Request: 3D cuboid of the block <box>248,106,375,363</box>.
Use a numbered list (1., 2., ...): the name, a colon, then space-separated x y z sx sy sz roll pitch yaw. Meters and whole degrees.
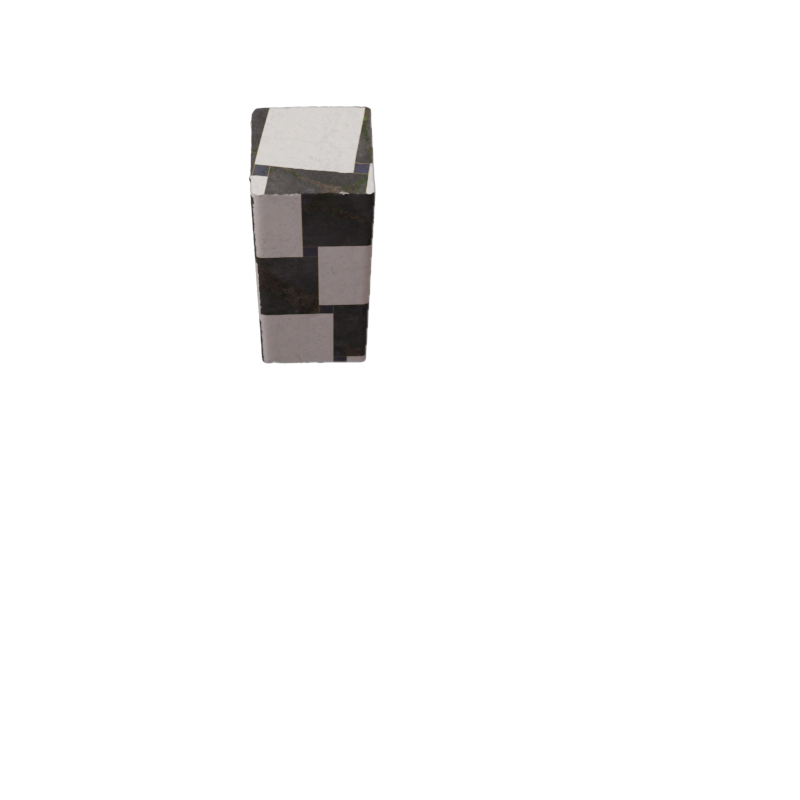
1. block: -0.069 -0.124 0.870 0.090 0.097 0.193 0 -35 -4
